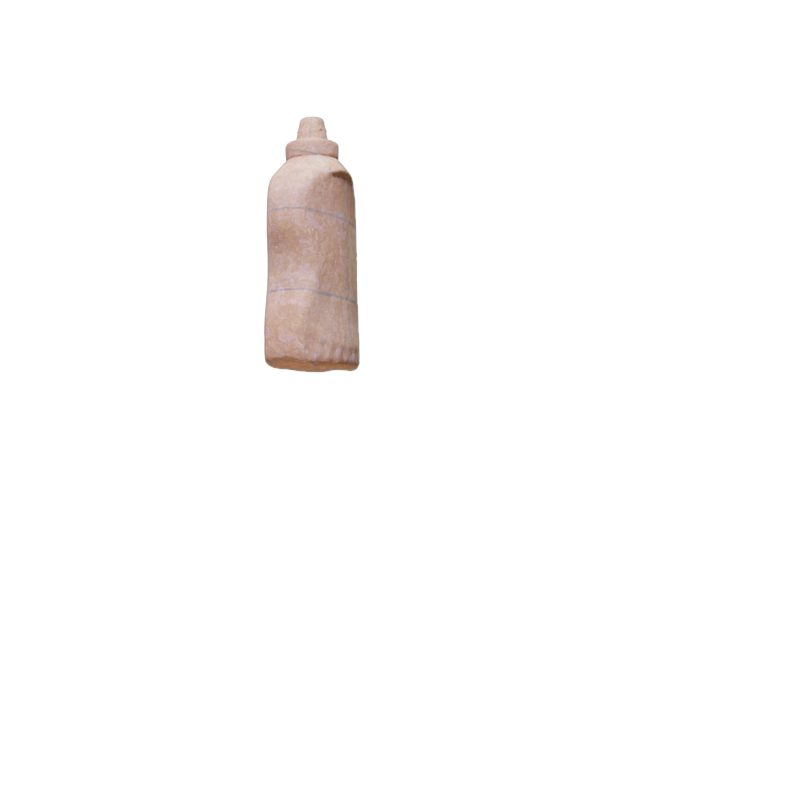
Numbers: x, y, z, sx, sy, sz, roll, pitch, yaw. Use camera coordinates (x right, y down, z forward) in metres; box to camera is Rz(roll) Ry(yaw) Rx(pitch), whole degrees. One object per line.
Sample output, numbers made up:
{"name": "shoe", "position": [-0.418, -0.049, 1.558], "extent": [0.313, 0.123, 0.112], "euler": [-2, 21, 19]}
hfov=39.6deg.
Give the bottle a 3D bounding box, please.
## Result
{"name": "bottle", "position": [-0.066, -0.119, 0.835], "extent": [0.060, 0.196, 0.091], "euler": [-6, -10, 27]}
